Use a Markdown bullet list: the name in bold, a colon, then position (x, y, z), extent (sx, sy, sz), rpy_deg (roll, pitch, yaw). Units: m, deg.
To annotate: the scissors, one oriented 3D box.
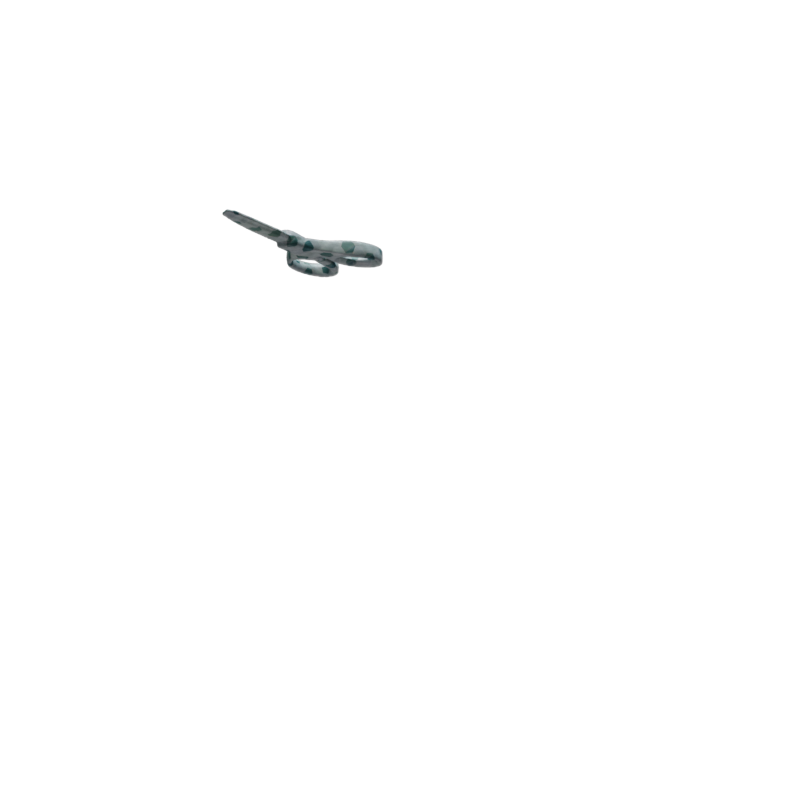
- **scissors**: position (-0.073, -0.134, 0.938), extent (0.098, 0.016, 0.193), rpy_deg (-1, -7, 11)
